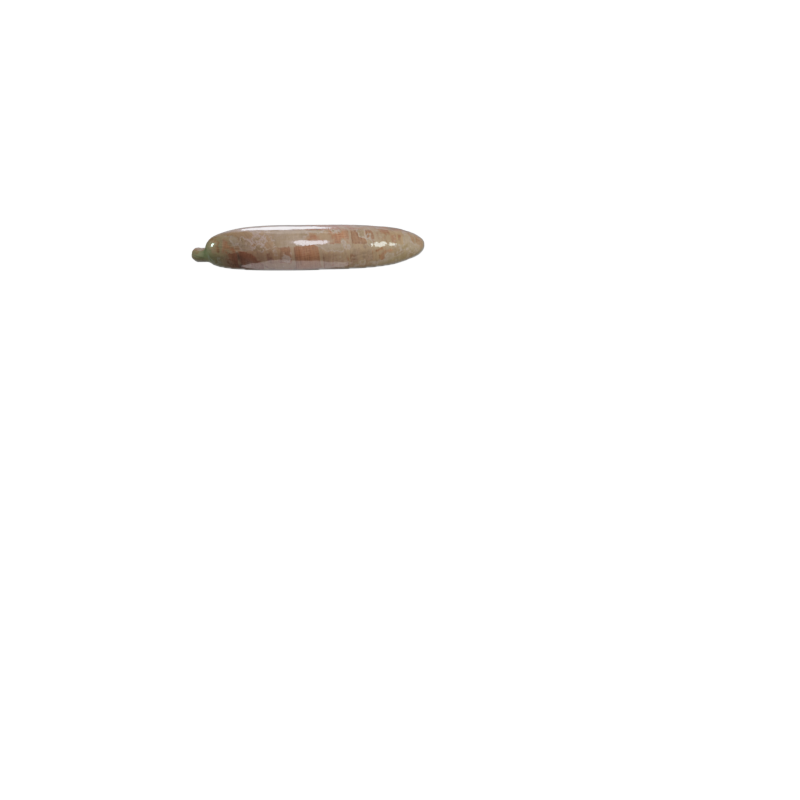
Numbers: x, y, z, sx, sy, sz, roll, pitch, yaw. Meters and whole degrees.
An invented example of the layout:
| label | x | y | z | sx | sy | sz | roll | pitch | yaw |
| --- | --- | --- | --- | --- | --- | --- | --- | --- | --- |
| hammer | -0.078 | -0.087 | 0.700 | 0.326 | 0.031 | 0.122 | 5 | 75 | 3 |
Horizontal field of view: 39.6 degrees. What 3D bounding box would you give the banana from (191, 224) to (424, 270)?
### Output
| label | x | y | z | sx | sy | sz | roll | pitch | yaw |
| --- | --- | --- | --- | --- | --- | --- | --- | --- | --- |
| banana | -0.074 | -0.128 | 0.915 | 0.197 | 0.036 | 0.072 | -1 | 15 | -3 |
